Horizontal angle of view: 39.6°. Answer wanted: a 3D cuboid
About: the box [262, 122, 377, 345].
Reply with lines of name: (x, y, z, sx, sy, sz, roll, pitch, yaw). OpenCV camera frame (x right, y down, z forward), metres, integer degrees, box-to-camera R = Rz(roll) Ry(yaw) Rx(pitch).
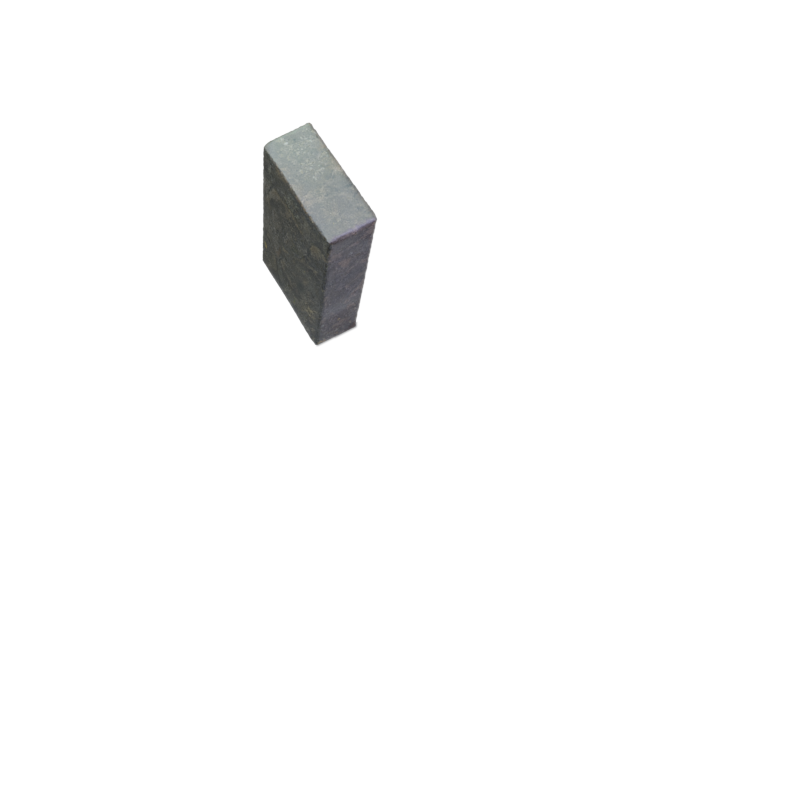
box: (-0.065, -0.118, 0.827, 0.048, 0.098, 0.167, -28, -18, -14)
